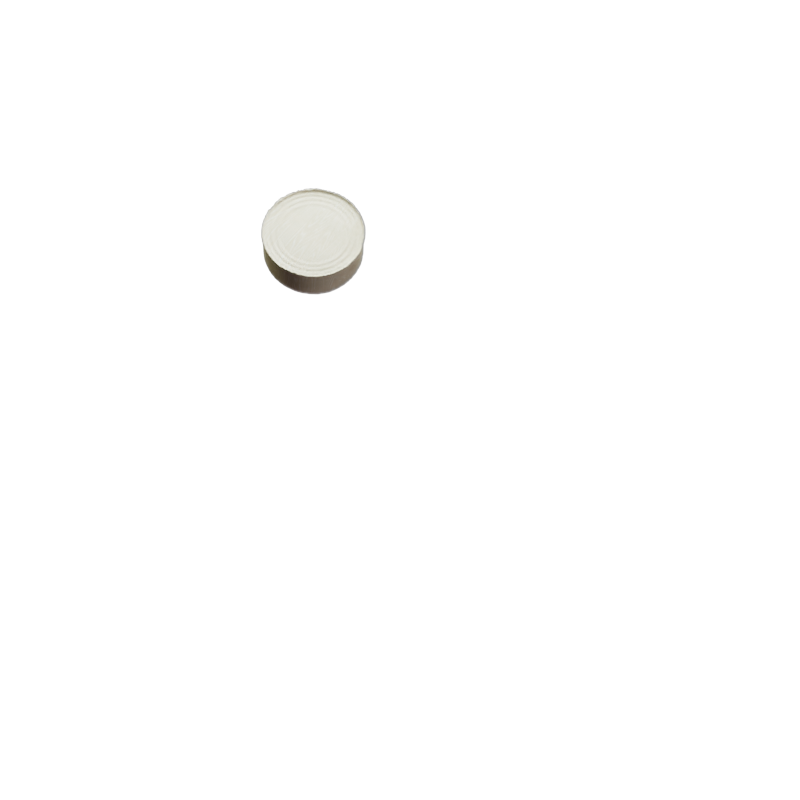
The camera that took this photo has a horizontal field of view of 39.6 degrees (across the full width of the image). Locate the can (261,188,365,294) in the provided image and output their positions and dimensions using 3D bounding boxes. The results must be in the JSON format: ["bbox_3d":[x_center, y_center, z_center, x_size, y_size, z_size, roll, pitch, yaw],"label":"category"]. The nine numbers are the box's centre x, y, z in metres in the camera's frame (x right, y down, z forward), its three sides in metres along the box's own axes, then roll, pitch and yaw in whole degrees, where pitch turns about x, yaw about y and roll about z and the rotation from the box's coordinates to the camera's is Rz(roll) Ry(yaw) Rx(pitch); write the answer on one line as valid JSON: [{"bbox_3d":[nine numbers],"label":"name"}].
[{"bbox_3d":[-0.072,-0.132,0.924,0.086,0.091,0.032,-1,-29,-1],"label":"can"}]
